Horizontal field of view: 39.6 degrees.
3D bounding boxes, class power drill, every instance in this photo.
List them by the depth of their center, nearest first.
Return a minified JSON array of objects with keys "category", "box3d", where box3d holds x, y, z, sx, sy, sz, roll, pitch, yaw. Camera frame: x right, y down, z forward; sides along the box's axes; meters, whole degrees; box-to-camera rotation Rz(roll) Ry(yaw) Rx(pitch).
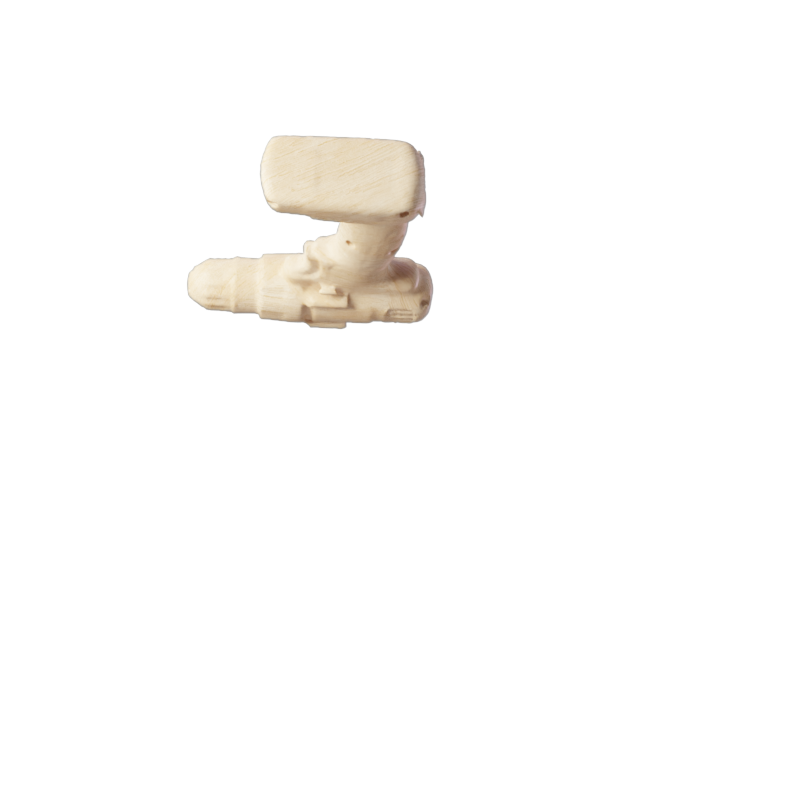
[{"category":"power drill","box3d":[-0.061,-0.111,0.777,0.184,0.061,0.178,2,-23,-4]}]
